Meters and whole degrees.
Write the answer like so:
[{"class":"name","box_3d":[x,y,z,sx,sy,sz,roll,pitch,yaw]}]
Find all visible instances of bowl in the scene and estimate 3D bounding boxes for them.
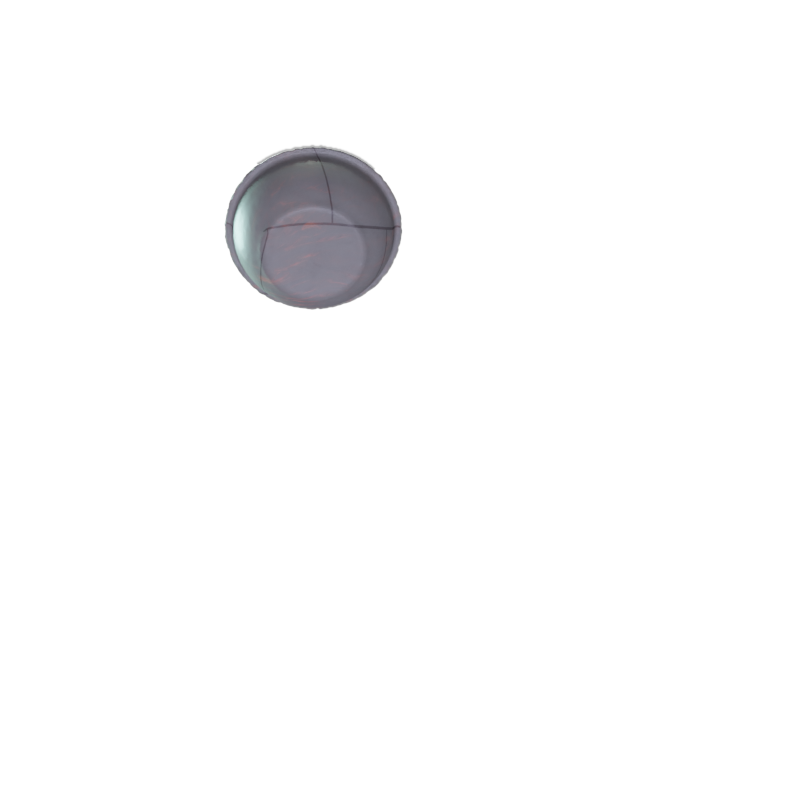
[{"class":"bowl","box_3d":[-0.077,-0.141,0.988,0.162,0.153,0.058,1,26,-1]}]
